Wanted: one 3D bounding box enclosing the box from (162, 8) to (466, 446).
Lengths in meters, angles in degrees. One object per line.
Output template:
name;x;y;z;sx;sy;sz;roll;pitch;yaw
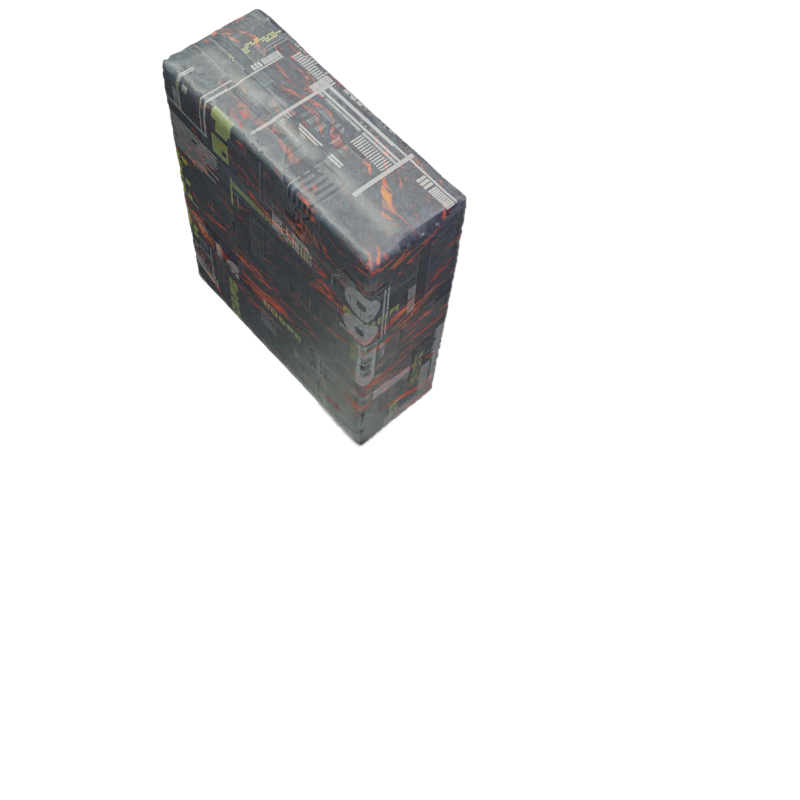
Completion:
box;-0.049;-0.089;0.625;0.072;0.173;0.201;-36;-21;-19
